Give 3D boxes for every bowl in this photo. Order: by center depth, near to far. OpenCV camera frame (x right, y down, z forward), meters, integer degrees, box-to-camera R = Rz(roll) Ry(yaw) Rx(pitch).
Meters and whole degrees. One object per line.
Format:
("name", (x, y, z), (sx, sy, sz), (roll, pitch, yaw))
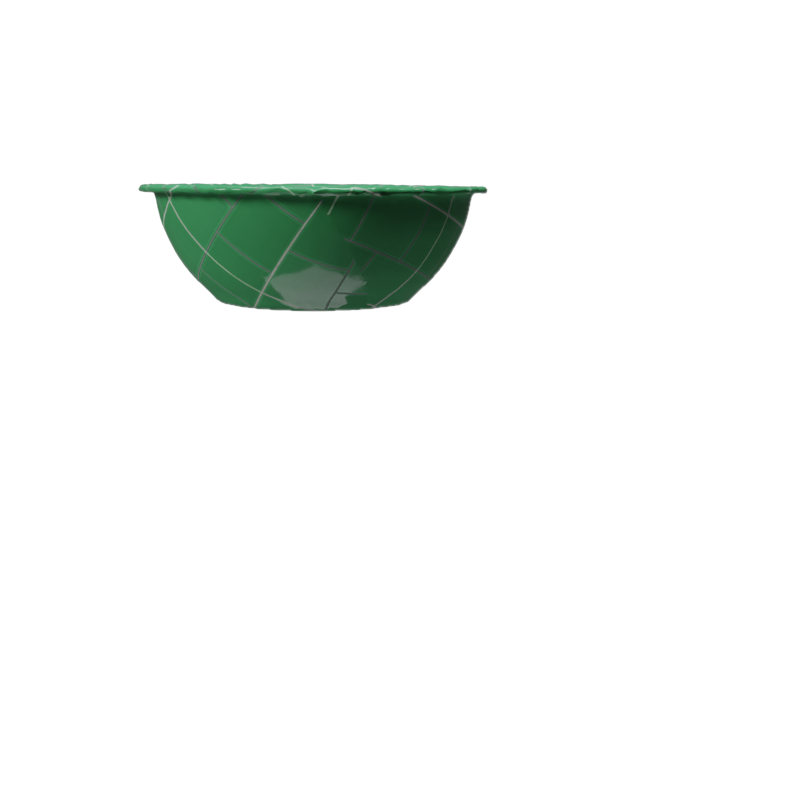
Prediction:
("bowl", (-0.041, -0.074, 0.521), (0.162, 0.054, 0.165), (0, 11, -2))
